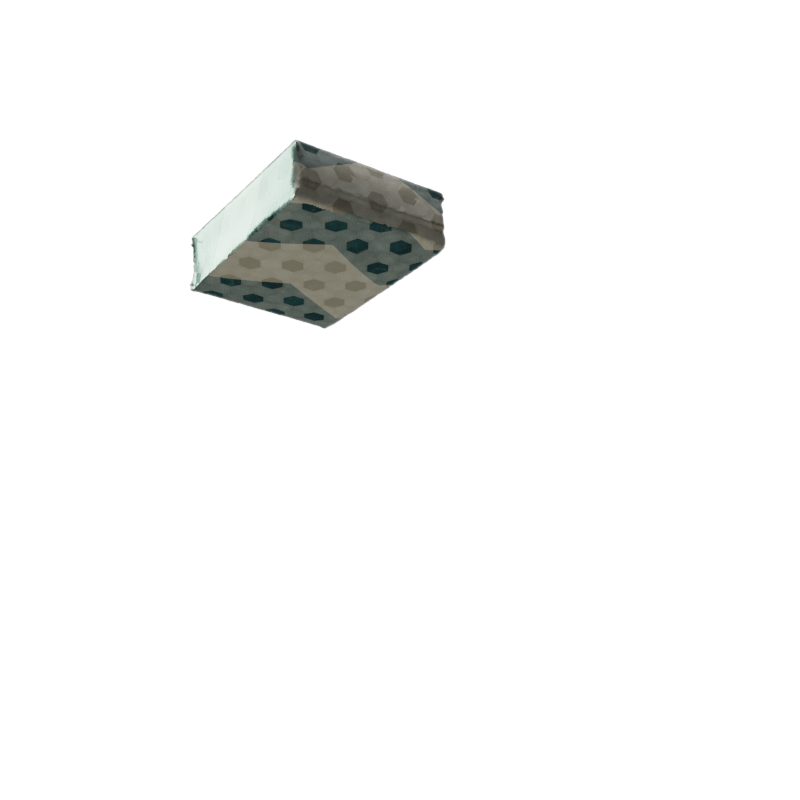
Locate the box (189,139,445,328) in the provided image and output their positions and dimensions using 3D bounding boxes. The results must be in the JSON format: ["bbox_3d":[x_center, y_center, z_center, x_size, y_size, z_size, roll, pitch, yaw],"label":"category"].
[{"bbox_3d":[-0.045,-0.082,0.577,0.085,0.041,0.112,17,-32,-31],"label":"box"}]
